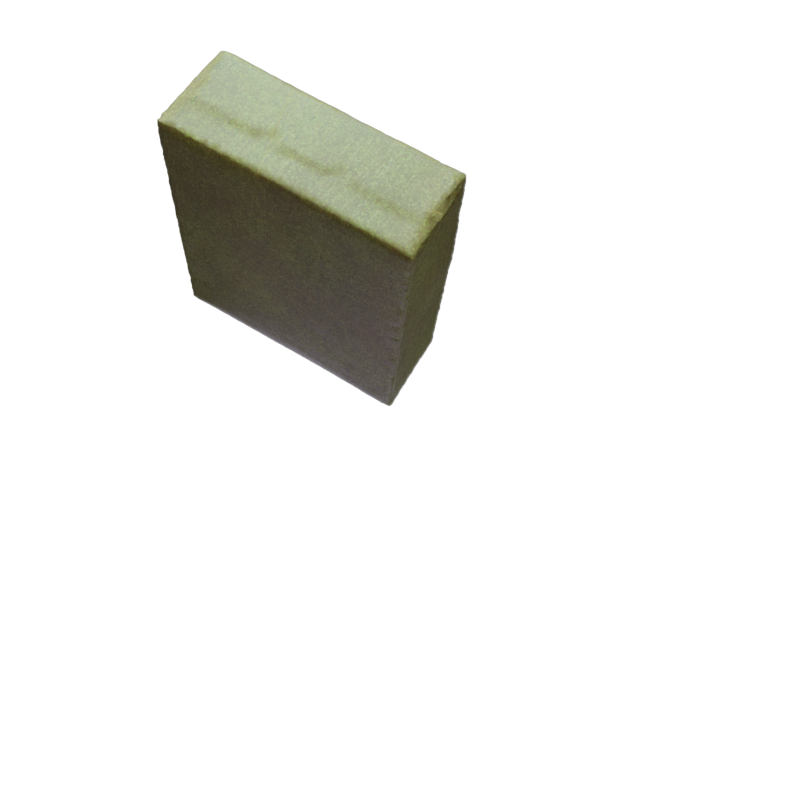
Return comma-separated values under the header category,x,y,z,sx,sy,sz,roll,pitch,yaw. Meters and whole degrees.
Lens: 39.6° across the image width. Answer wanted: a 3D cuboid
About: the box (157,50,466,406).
category,x,y,z,sx,sy,sz,roll,pitch,yaw
box,-0.054,-0.098,0.687,0.169,0.074,0.202,31,-22,11
